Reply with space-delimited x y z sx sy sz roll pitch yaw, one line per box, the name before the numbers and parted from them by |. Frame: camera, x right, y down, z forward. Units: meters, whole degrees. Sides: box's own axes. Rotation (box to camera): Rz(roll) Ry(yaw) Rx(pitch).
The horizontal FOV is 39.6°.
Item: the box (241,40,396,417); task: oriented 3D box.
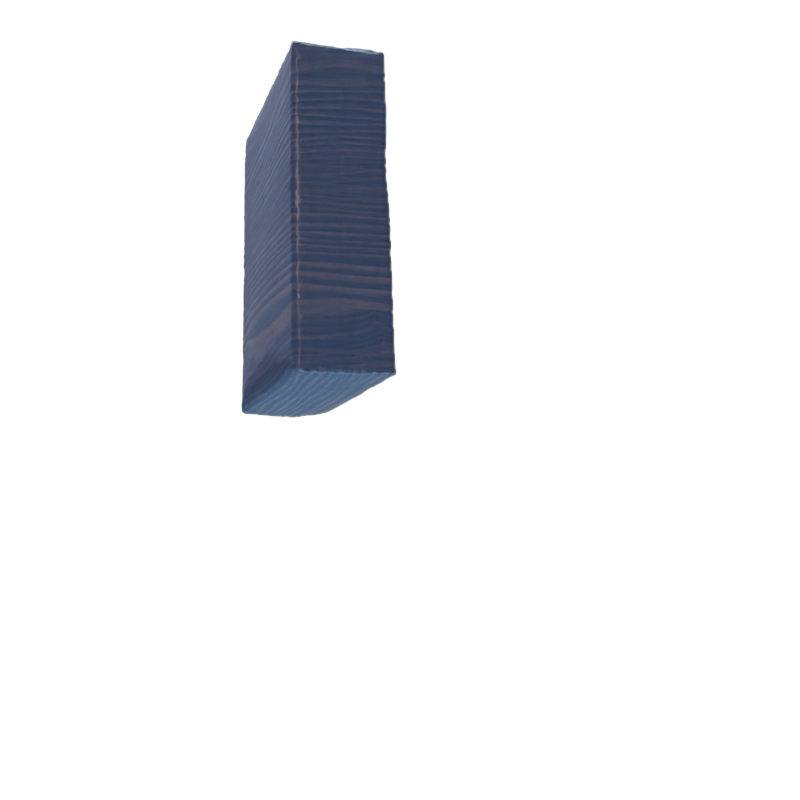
box | -0.058 -0.107 0.746 0.070 0.222 0.162 4 -16 -17
